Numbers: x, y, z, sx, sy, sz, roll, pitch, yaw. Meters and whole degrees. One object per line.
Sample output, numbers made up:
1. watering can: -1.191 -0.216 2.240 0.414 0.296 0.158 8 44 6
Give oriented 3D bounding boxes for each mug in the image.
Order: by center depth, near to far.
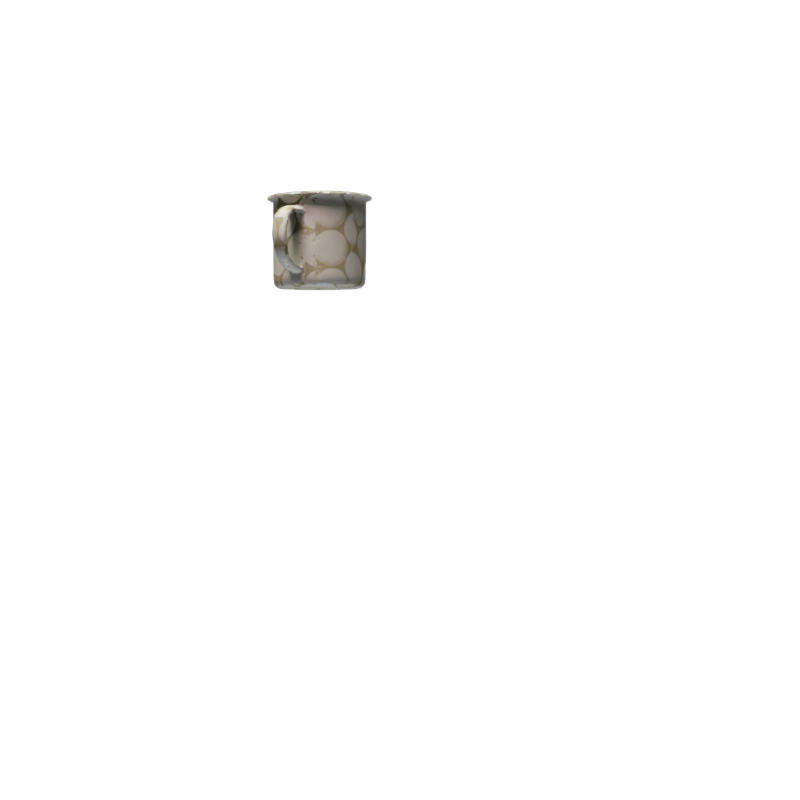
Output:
1. mug: -0.076 -0.138 0.969 0.096 0.082 0.113 0 0 25
